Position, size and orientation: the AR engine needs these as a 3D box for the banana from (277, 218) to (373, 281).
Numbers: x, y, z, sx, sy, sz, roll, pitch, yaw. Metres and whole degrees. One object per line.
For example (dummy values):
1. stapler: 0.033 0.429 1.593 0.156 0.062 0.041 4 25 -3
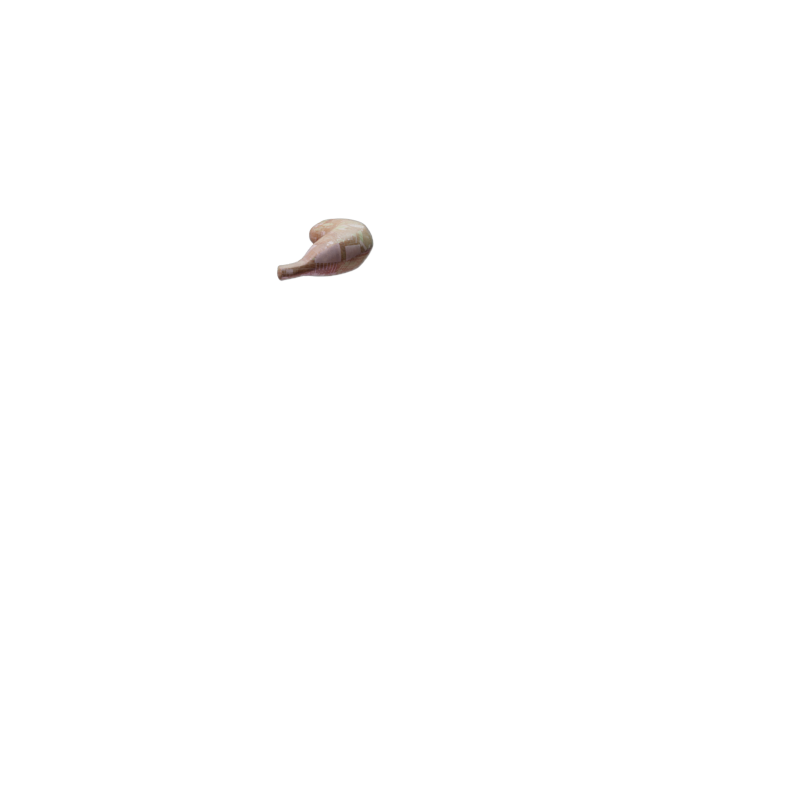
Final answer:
1. banana: -0.057 -0.135 0.951 0.070 0.036 0.202 1 15 4
